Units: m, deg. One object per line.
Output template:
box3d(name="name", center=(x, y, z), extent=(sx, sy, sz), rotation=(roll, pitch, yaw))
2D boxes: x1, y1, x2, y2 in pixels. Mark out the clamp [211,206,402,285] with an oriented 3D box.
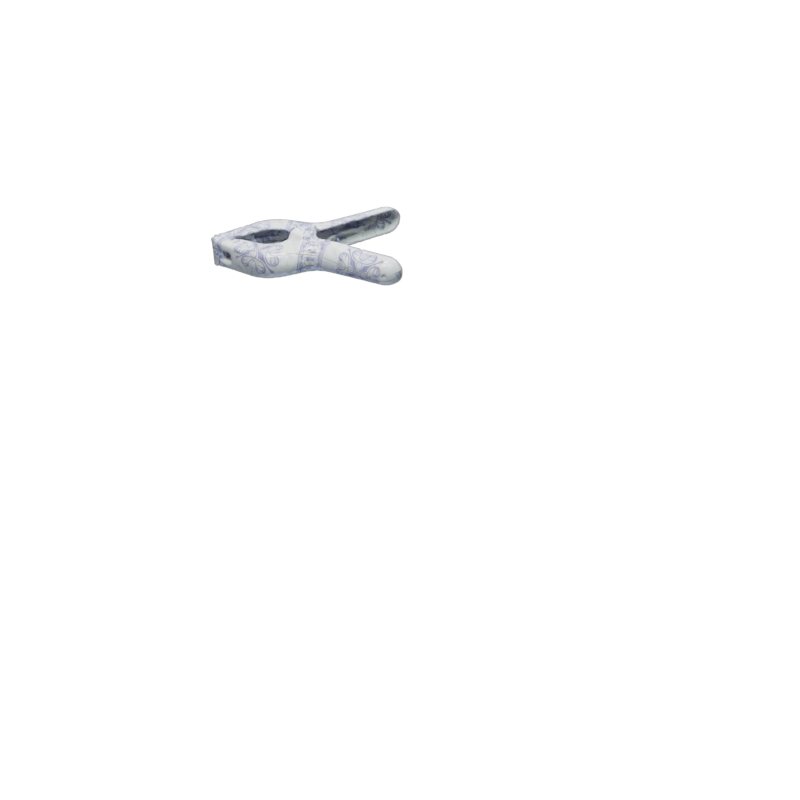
box3d(name="clamp", center=(-0.076, -0.139, 0.977), extent=(0.174, 0.037, 0.125), rotation=(5, 28, 9))
